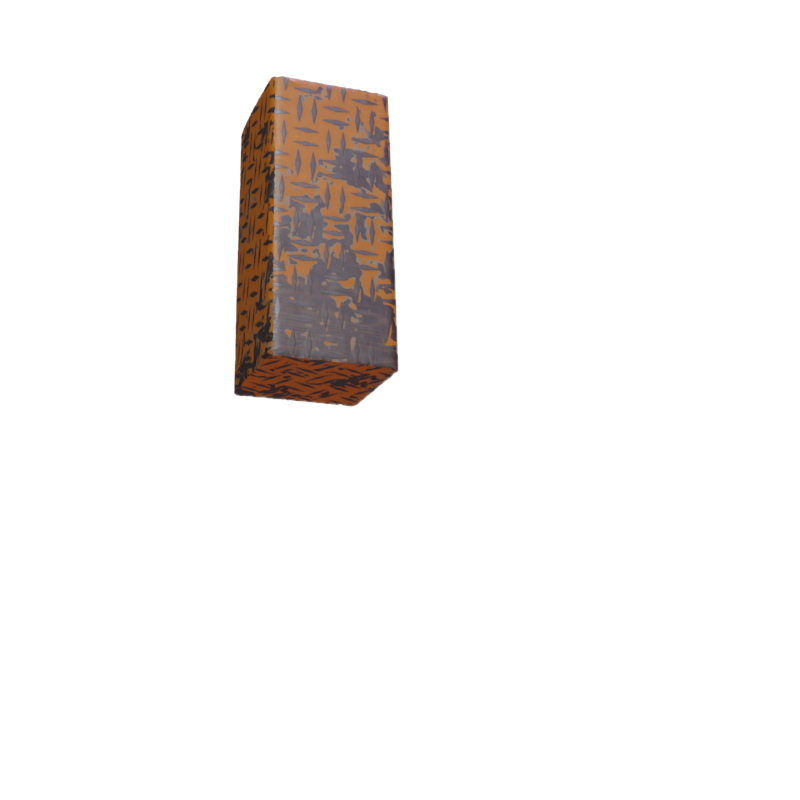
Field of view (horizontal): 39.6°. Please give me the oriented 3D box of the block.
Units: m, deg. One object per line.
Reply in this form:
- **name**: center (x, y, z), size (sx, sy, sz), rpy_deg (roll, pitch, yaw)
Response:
- **block**: center (-0.061, -0.111, 0.777), size (0.088, 0.217, 0.088), rpy_deg (7, -24, -19)
